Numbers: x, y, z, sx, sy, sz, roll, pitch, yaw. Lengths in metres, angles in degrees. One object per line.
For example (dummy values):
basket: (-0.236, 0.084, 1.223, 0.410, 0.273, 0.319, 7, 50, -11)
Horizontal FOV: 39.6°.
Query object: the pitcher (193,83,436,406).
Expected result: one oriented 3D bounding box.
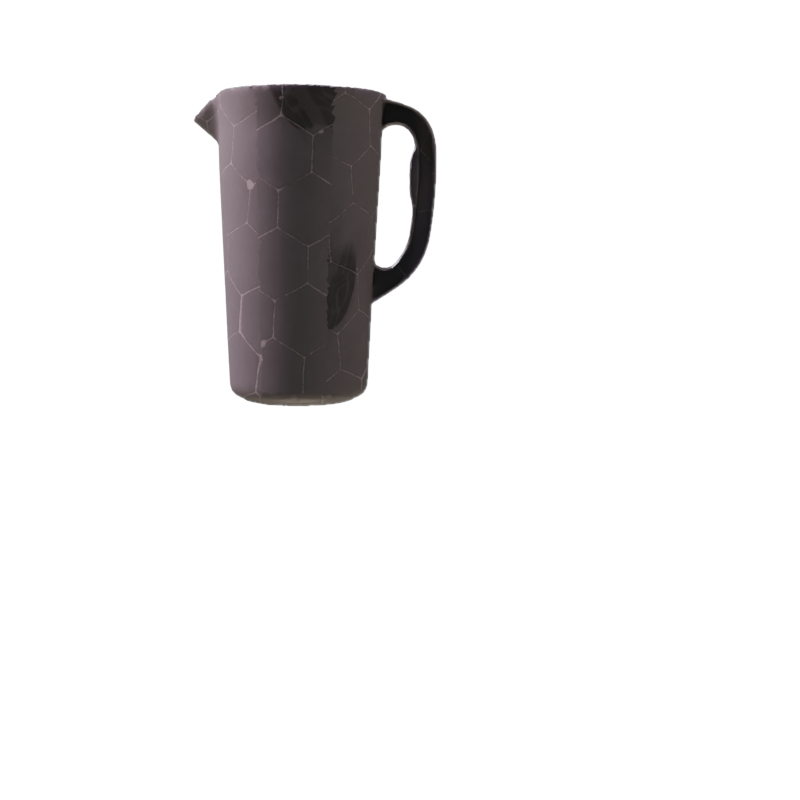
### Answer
pitcher: (-0.068, -0.123, 0.863, 0.140, 0.242, 0.156, -3, 5, -43)
